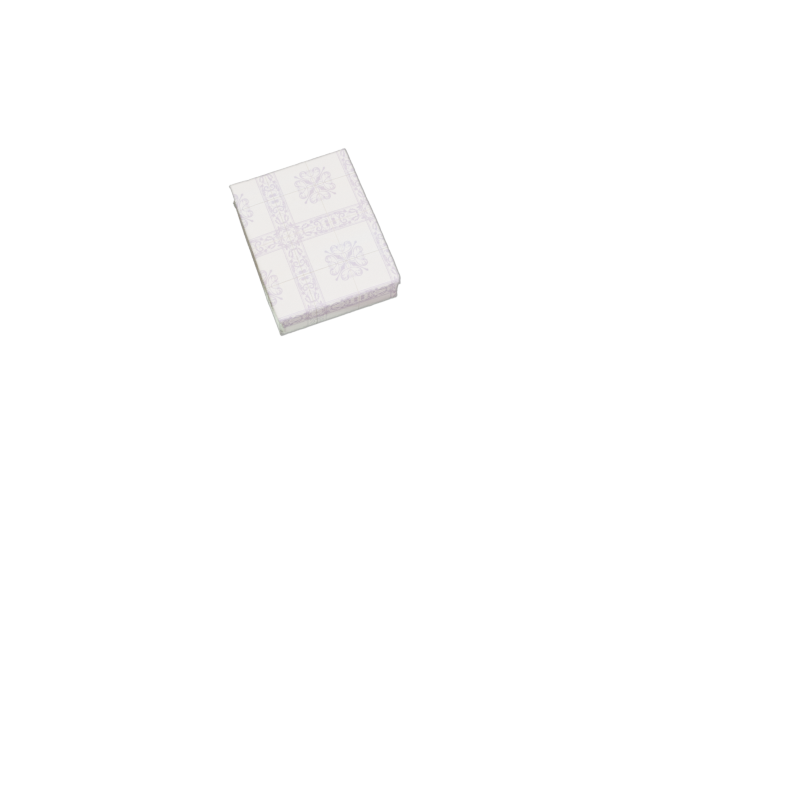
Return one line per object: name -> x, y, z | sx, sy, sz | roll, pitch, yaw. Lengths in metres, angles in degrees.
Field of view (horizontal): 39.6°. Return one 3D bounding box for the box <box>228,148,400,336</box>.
box -> -0.061, -0.112, 0.786 | 0.089, 0.120, 0.037 | -19, -23, -9
